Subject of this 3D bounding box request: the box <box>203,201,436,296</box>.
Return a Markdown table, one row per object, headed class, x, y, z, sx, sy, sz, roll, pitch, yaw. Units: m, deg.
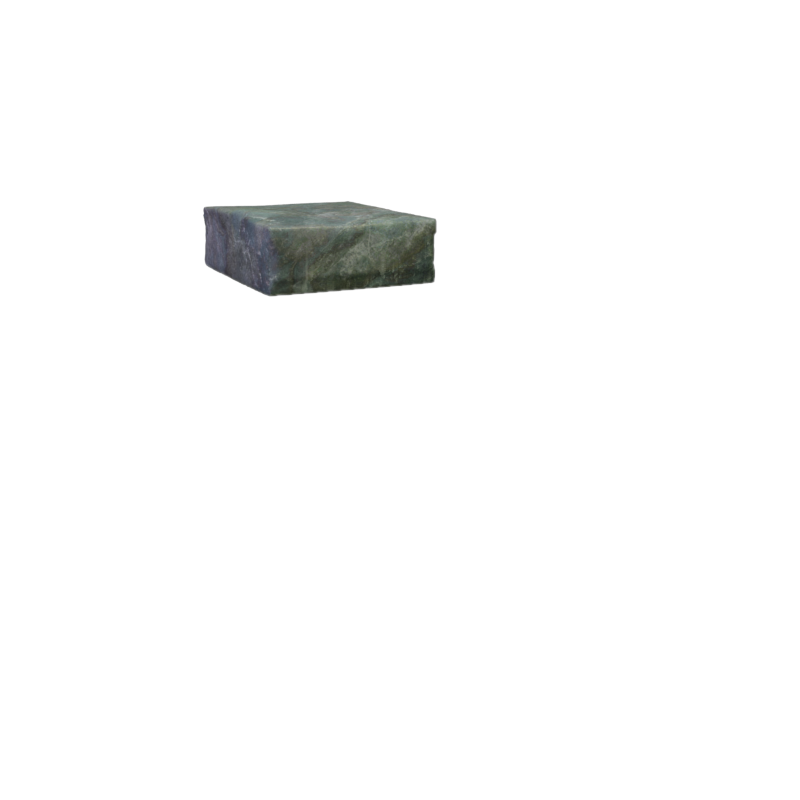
| class | x | y | z | sx | sy | sz | roll | pitch | yaw |
| --- | --- | --- | --- | --- | --- | --- | --- | --- | --- |
| box | -0.037 | -0.067 | 0.473 | 0.071 | 0.029 | 0.094 | -6 | 16 | -23 |
